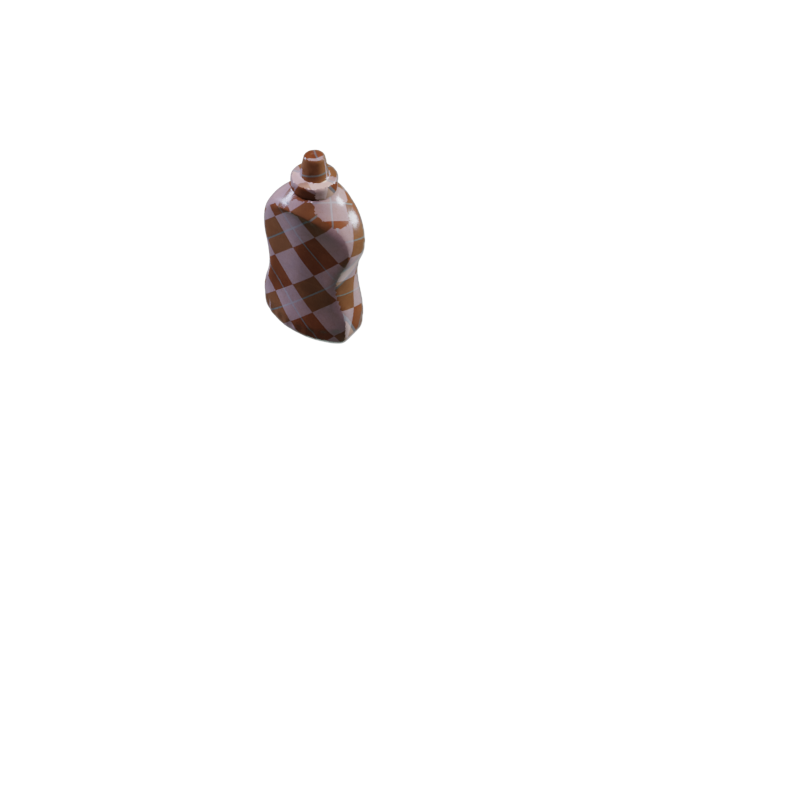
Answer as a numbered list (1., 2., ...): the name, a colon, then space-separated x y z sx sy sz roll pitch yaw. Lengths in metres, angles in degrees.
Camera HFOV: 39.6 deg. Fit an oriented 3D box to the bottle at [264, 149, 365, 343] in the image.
1. bottle: -0.077 -0.142 0.992 0.101 0.179 0.059 30 51 24
